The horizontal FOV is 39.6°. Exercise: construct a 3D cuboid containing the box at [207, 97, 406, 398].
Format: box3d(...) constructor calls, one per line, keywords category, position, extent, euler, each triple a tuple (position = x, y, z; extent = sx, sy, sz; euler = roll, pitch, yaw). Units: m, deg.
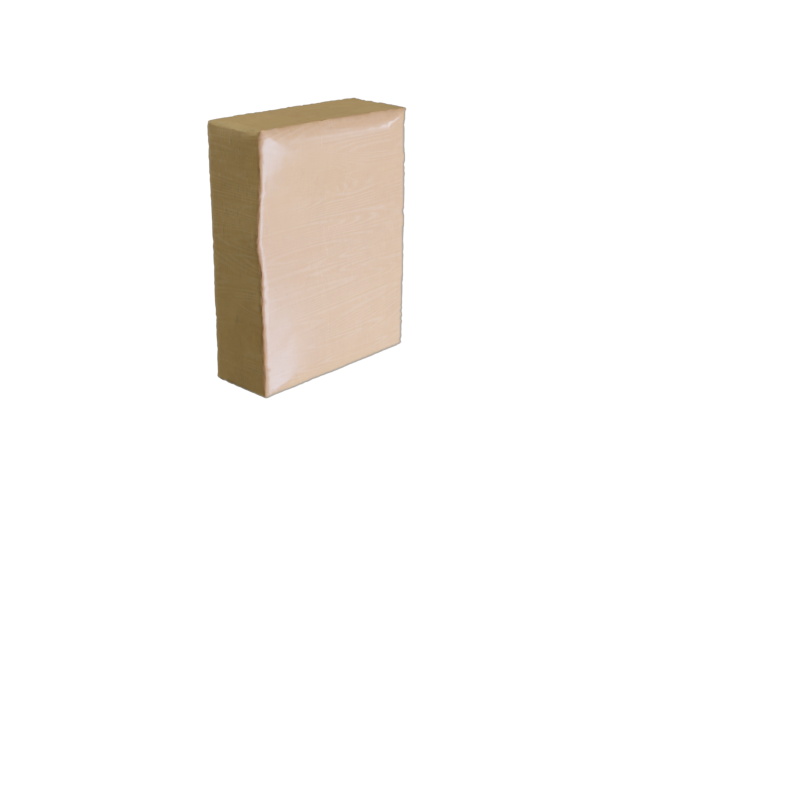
box3d(category="box", position=(-0.071, -0.129, 0.905), extent=(0.076, 0.205, 0.161), euler=(17, 25, 40))
